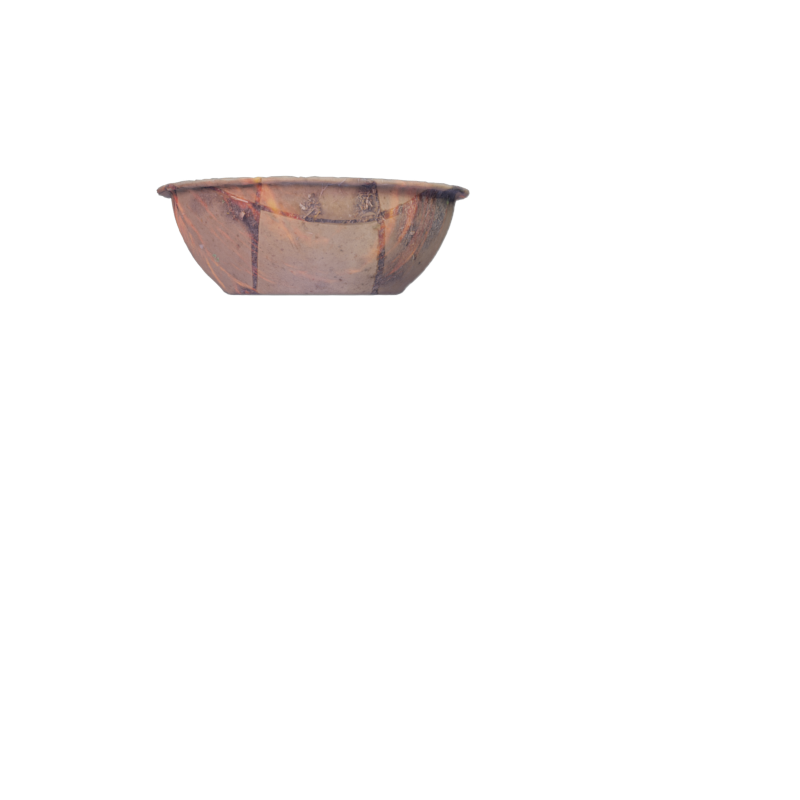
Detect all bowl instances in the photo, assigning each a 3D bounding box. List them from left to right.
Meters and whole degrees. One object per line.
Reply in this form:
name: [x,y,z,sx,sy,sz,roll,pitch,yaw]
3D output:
bowl: [-0.045,-0.082,0.574,0.162,0.055,0.163,0,5,-2]
